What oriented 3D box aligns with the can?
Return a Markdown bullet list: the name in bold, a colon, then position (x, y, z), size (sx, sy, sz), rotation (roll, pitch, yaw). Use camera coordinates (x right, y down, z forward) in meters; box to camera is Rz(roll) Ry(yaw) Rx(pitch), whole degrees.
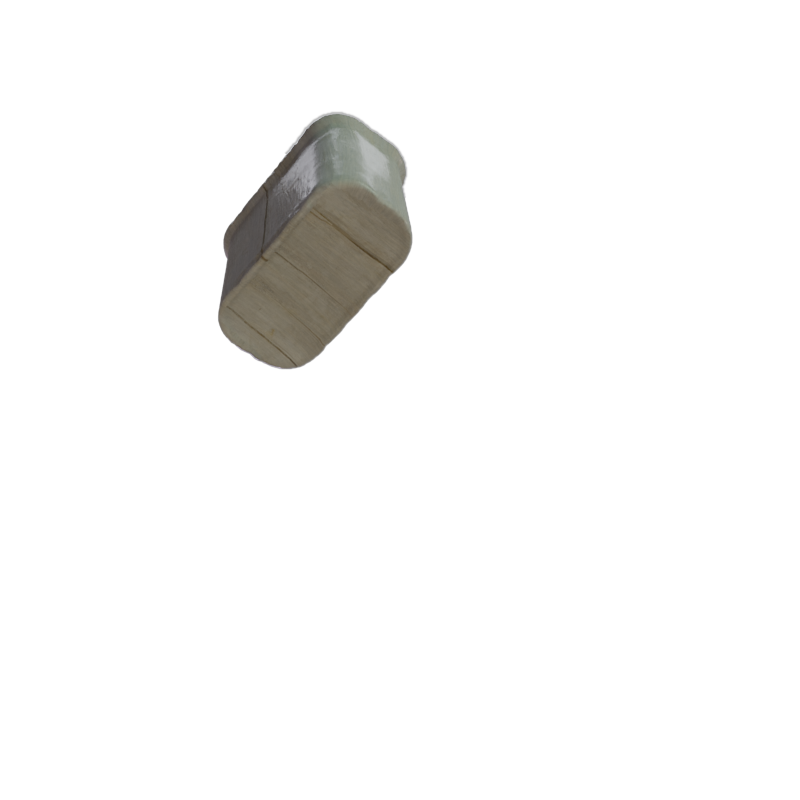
- **can**: position (-0.041, -0.074, 0.521), size (0.055, 0.100, 0.089), rotation (35, 21, -20)
